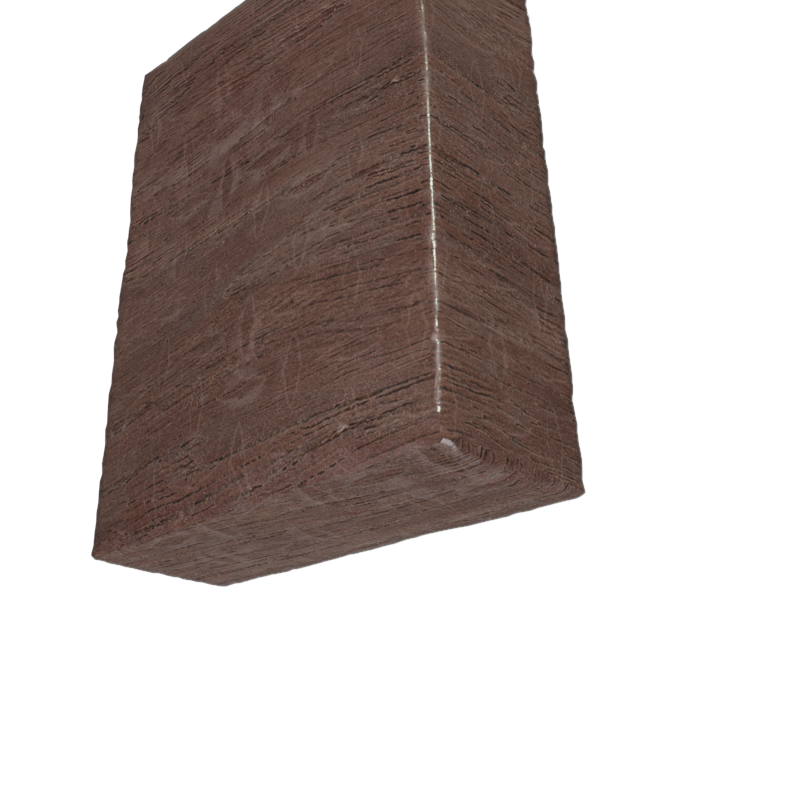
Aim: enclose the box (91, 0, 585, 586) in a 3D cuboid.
[{"bbox_3d":[-0.031,-0.057,0.401,0.165,0.227,0.067,-23,-34,37],"label":"box"}]
